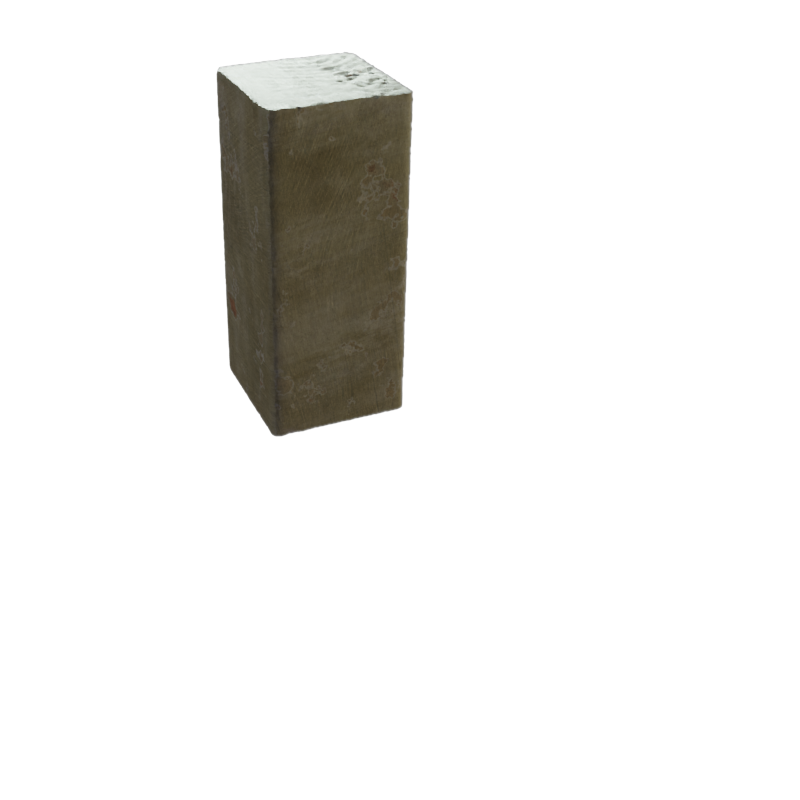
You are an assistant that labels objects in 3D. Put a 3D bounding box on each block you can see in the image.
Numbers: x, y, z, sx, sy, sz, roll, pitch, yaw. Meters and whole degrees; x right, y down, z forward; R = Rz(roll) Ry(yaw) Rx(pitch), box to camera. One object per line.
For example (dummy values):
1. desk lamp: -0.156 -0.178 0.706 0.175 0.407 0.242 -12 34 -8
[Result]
1. block: -0.053 -0.096 0.673 0.089 0.195 0.098 -10 31 -22
